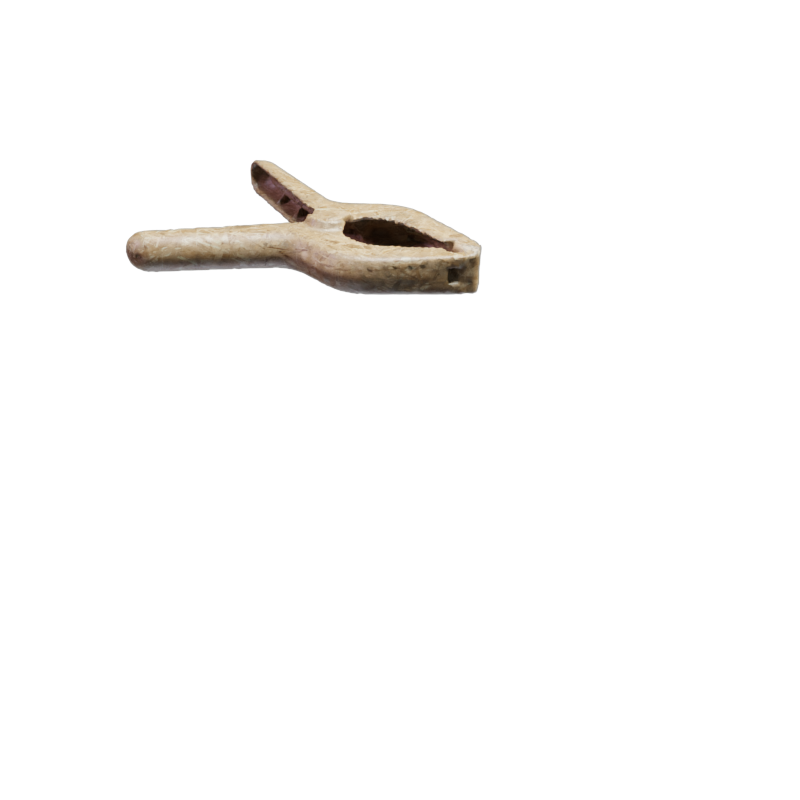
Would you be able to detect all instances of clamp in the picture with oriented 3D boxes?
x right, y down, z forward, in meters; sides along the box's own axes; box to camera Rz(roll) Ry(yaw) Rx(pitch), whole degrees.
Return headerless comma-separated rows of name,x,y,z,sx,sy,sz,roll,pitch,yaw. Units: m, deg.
clamp,-0.055,-0.100,0.698,0.221,0.034,0.166,19,36,27
